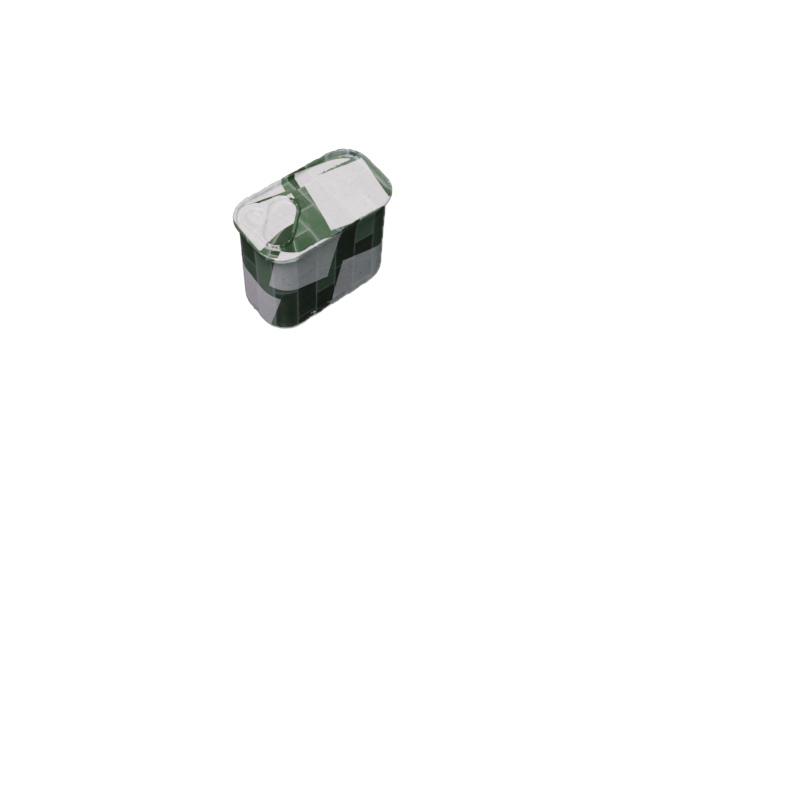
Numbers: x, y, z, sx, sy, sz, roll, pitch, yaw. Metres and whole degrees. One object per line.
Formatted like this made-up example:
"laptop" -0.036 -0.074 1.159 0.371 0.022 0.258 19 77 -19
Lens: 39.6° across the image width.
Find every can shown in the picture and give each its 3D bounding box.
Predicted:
"can" -0.057 -0.105 0.733 0.102 0.061 0.078 -33 -26 -21
